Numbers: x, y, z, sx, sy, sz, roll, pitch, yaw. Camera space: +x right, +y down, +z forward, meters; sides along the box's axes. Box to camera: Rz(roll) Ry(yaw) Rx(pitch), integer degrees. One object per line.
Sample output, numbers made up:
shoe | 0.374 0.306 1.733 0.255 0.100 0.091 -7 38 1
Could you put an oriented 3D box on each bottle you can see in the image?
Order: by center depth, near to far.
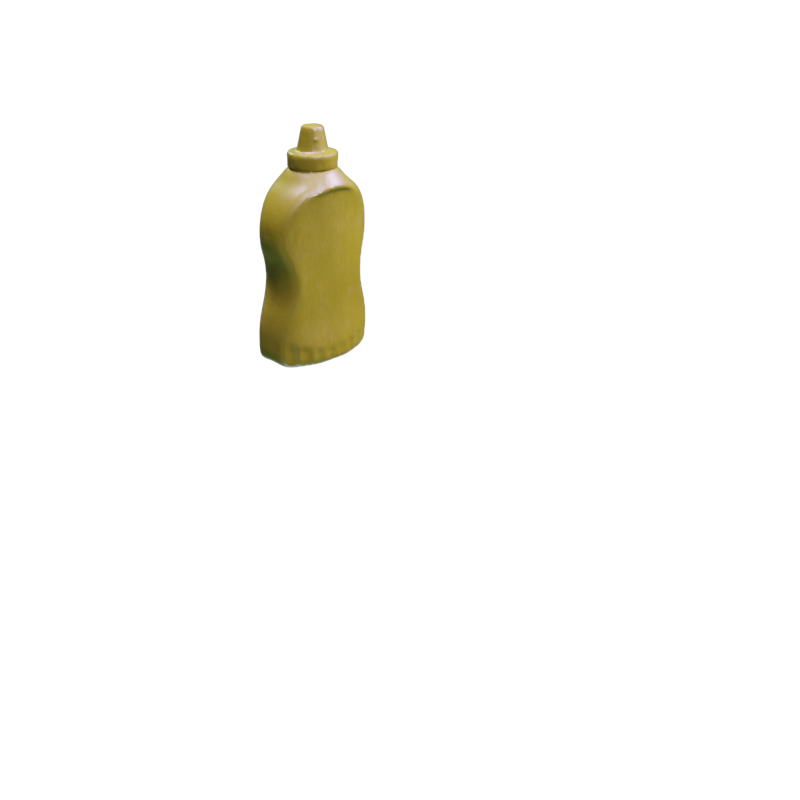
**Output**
bottle | -0.071 -0.129 0.900 0.094 0.184 0.062 -16 26 -40
